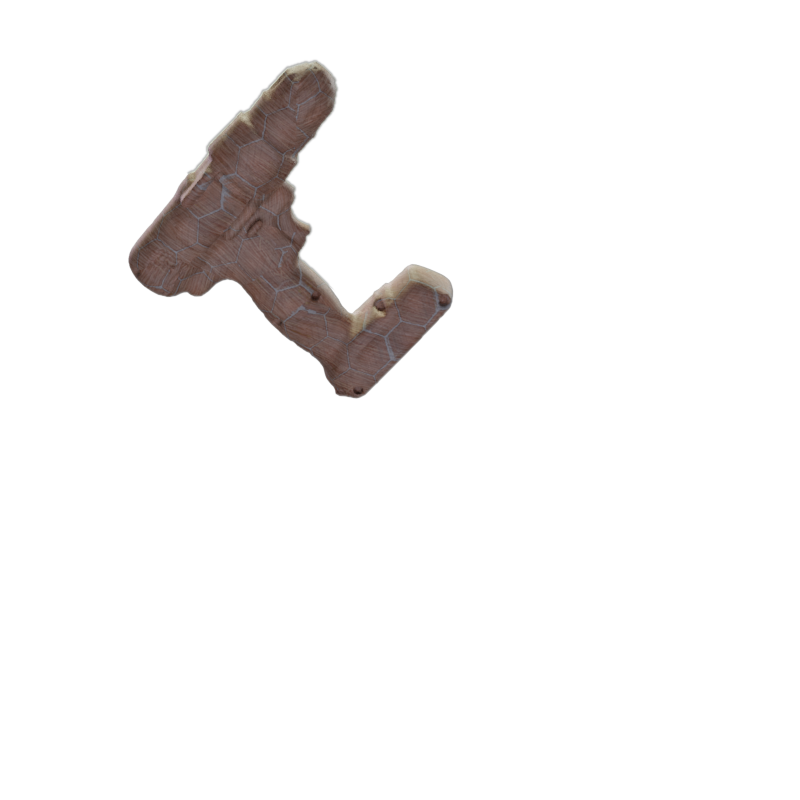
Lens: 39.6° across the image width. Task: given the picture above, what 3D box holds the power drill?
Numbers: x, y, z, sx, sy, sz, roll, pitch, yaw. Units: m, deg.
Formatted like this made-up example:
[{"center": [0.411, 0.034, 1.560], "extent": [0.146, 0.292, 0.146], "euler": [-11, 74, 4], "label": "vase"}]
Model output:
[{"center": [-0.057, -0.104, 0.731], "extent": [0.181, 0.182, 0.060], "euler": [39, 16, -14], "label": "power drill"}]
